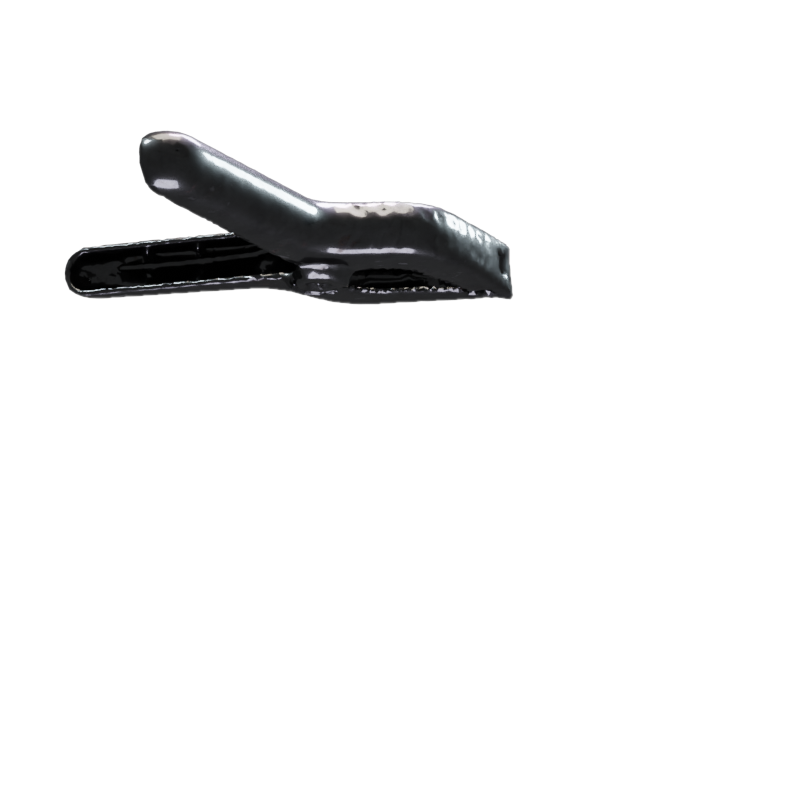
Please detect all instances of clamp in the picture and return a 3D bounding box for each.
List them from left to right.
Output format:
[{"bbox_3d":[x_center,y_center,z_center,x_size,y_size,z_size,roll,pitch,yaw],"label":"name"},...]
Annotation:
[{"bbox_3d":[-0.039,-0.071,0.497,0.205,0.038,0.163,3,-11,-16],"label":"clamp"}]
